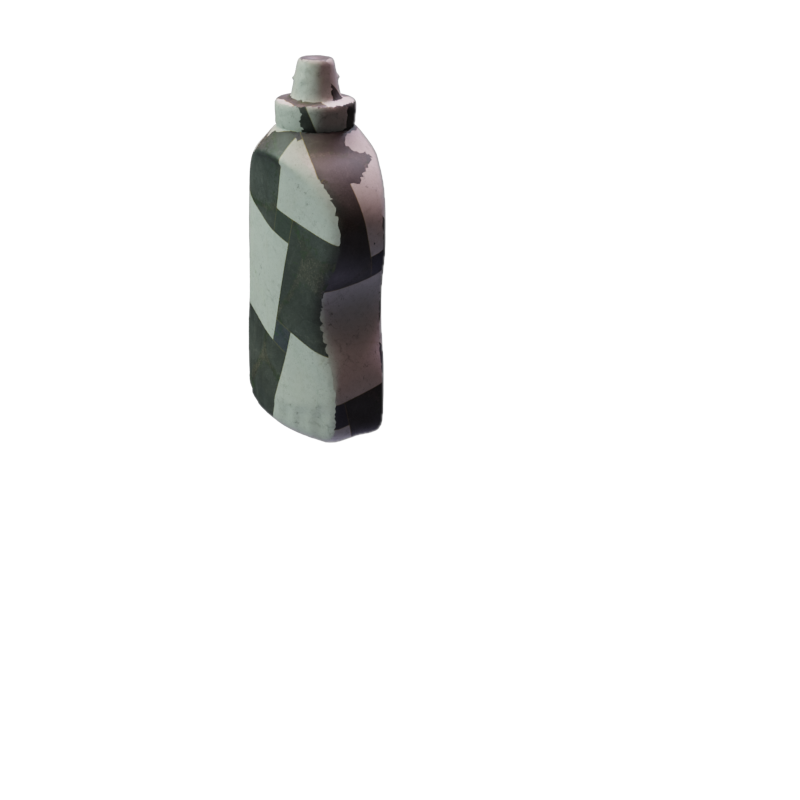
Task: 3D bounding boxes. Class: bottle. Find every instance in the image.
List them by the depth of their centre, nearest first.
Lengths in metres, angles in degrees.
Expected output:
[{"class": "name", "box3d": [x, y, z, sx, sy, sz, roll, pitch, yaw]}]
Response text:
[{"class": "bottle", "box3d": [-0.045, -0.083, 0.578, 0.057, 0.183, 0.103, -10, 24, -29]}]
